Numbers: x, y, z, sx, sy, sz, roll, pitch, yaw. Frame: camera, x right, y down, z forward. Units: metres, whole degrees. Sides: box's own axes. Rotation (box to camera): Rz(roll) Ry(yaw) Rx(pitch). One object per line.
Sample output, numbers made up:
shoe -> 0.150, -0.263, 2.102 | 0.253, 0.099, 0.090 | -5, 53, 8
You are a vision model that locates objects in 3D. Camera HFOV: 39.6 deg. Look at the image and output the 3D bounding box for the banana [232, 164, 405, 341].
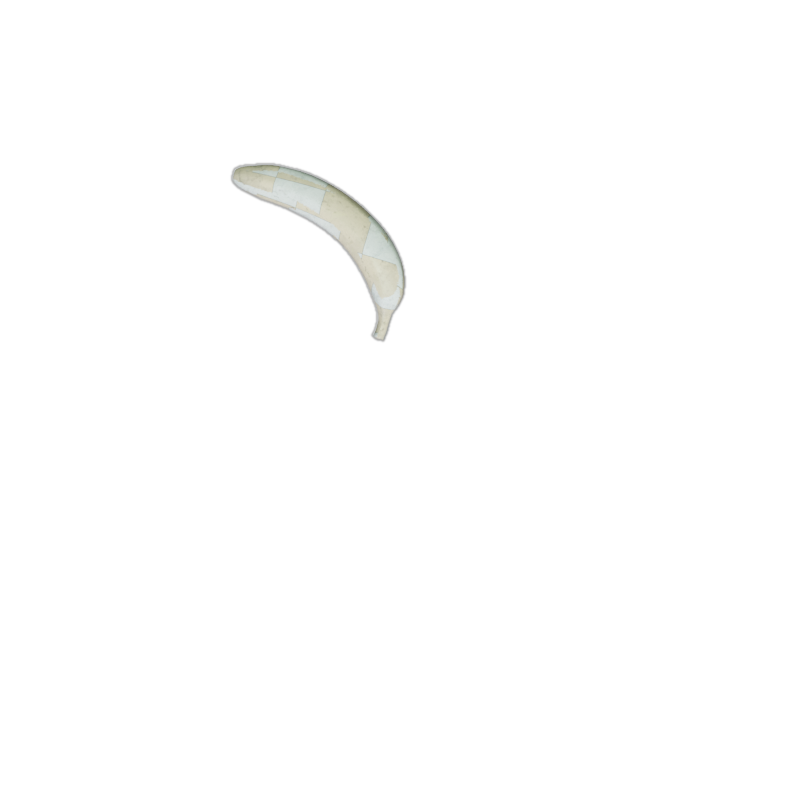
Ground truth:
banana -> -0.058, -0.145, 0.955 | 0.070, 0.203, 0.035 | -41, -10, -9
